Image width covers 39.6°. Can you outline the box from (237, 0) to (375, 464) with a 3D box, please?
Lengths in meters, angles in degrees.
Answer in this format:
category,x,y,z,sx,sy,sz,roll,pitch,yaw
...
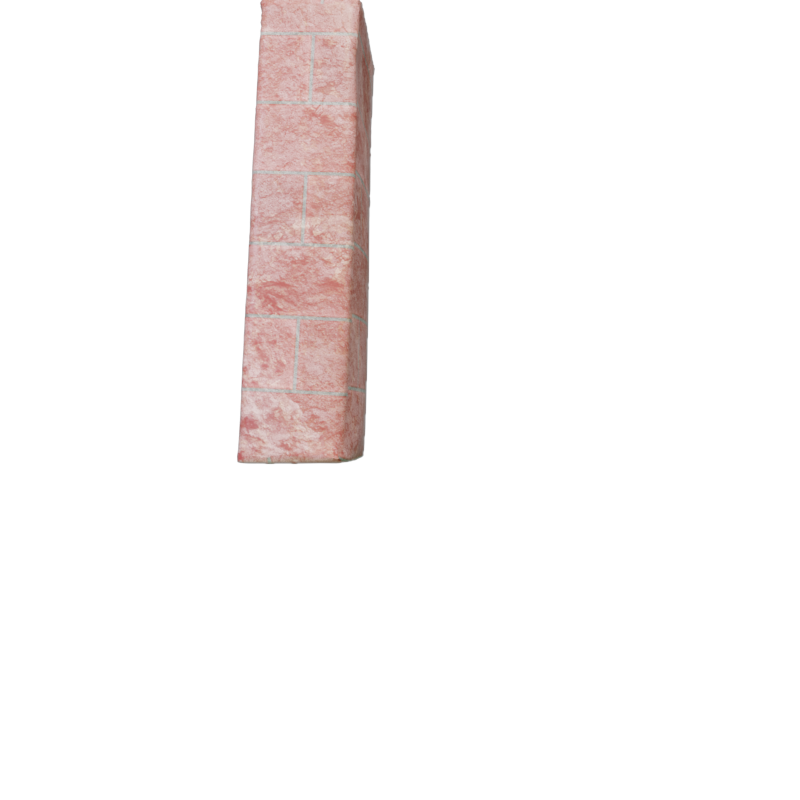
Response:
category,x,y,z,sx,sy,sz,roll,pitch,yaw
box,-0.036,-0.065,0.452,0.048,0.180,0.091,-1,-7,3
